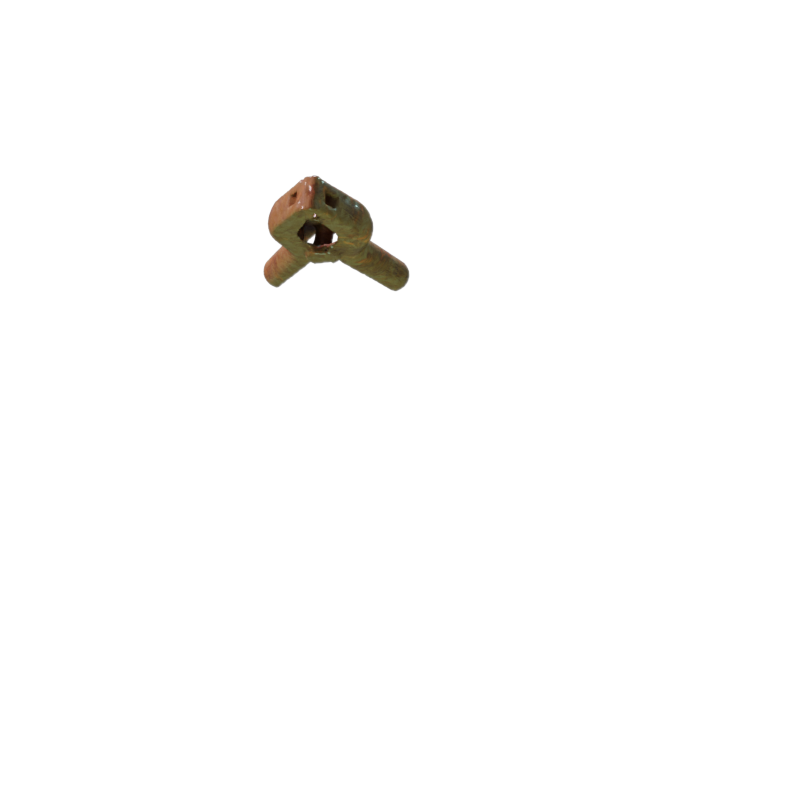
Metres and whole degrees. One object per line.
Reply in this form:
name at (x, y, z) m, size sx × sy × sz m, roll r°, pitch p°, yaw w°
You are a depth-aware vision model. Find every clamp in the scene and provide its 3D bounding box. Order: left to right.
clamp at (-0.068, -0.123, 0.864) m, size 0.122 × 0.041 × 0.160 m, roll -6°, pitch -22°, yaw 13°
